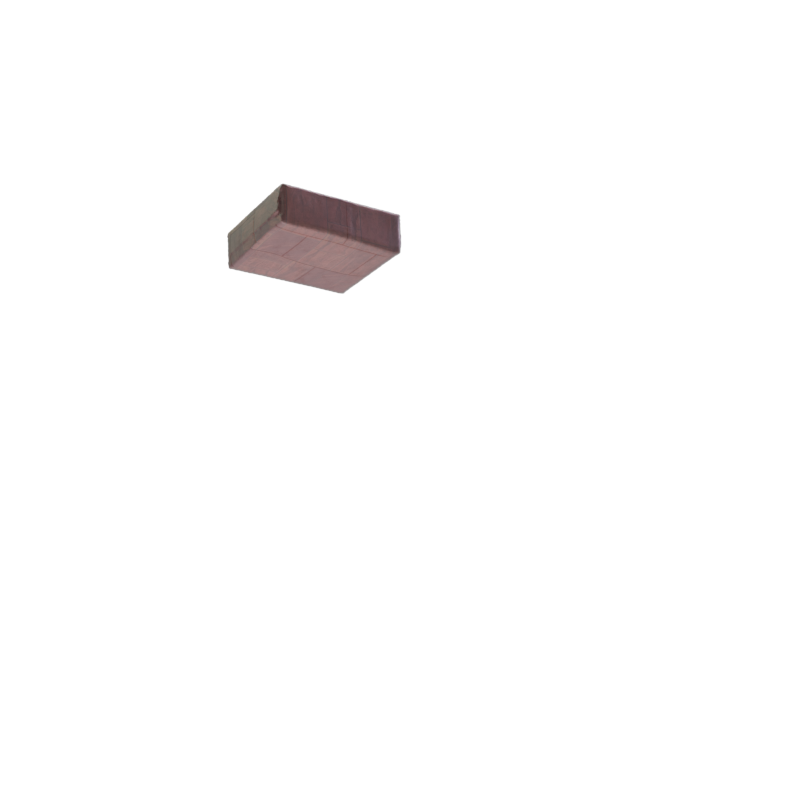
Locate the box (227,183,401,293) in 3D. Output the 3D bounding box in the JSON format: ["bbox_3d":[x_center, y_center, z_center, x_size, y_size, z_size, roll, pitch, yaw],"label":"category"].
[{"bbox_3d":[-0.069,-0.126,0.885,0.108,0.041,0.089,13,-26,-30],"label":"box"}]
